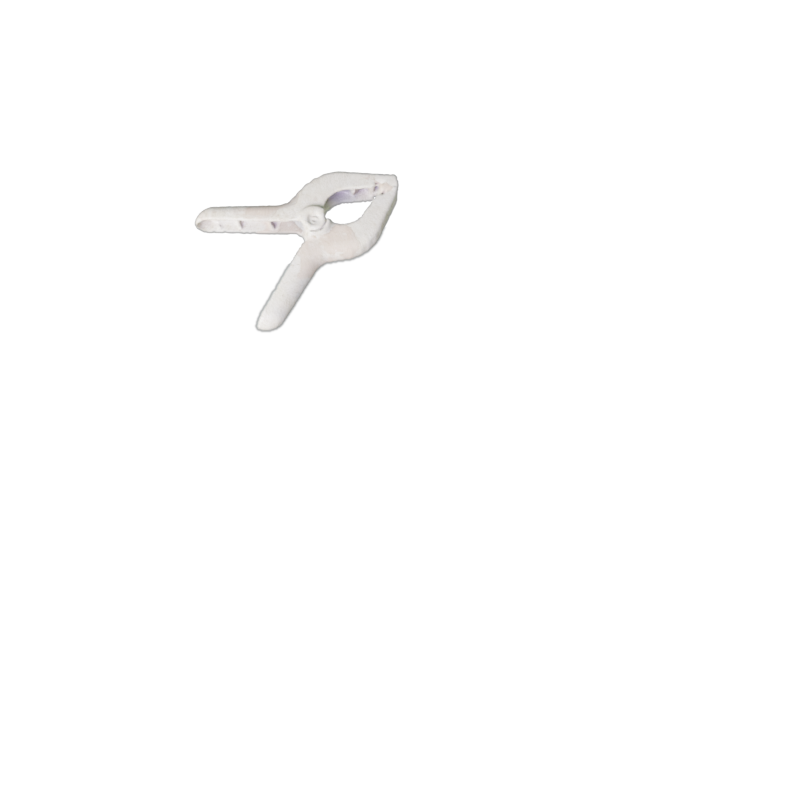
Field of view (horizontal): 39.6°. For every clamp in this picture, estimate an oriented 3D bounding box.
[{"bbox_3d":[-0.072,-0.131,0.914,0.171,0.126,0.037,-21,-17,-7],"label":"clamp"}]
